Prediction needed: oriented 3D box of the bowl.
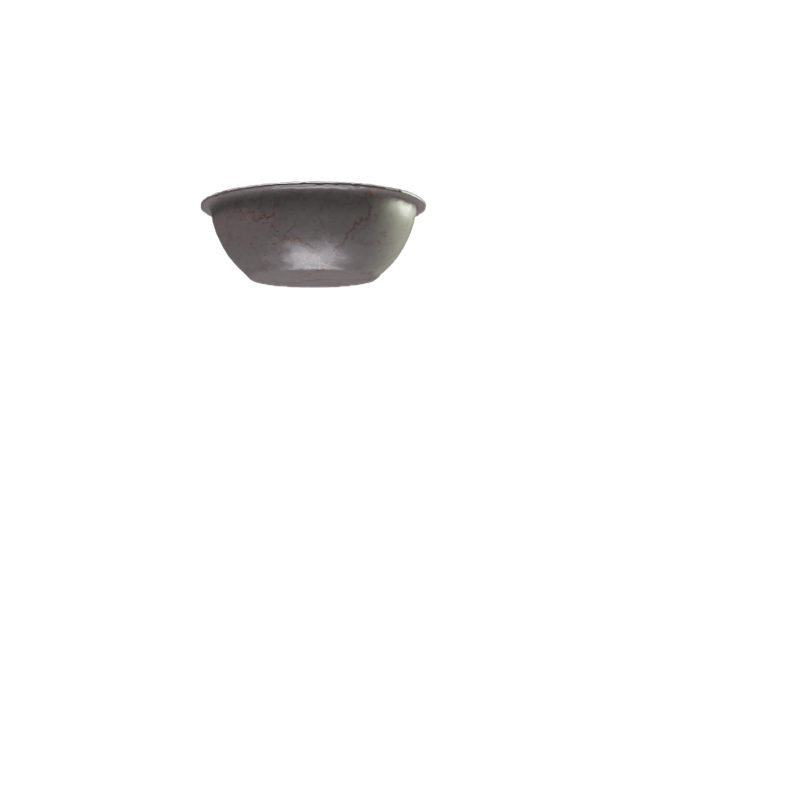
[{"bbox_3d":[-0.062,-0.113,0.793,0.162,0.056,0.160,0,-3,-2],"label":"bowl"}]
